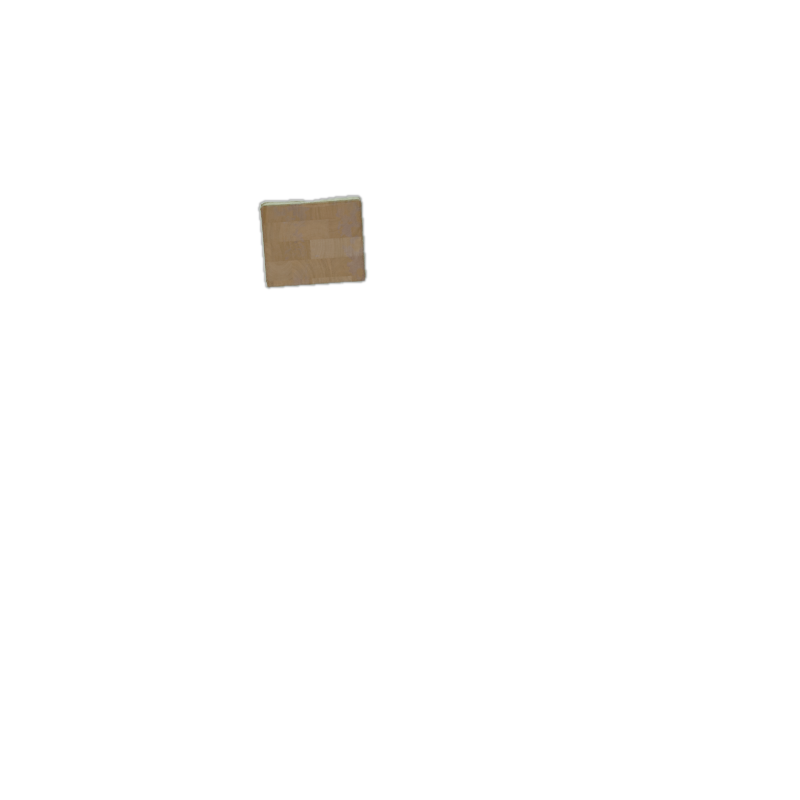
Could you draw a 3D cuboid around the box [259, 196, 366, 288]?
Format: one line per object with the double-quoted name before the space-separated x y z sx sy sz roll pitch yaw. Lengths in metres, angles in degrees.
"box" -0.076 -0.139 0.971 0.089 0.071 0.031 -4 10 0
